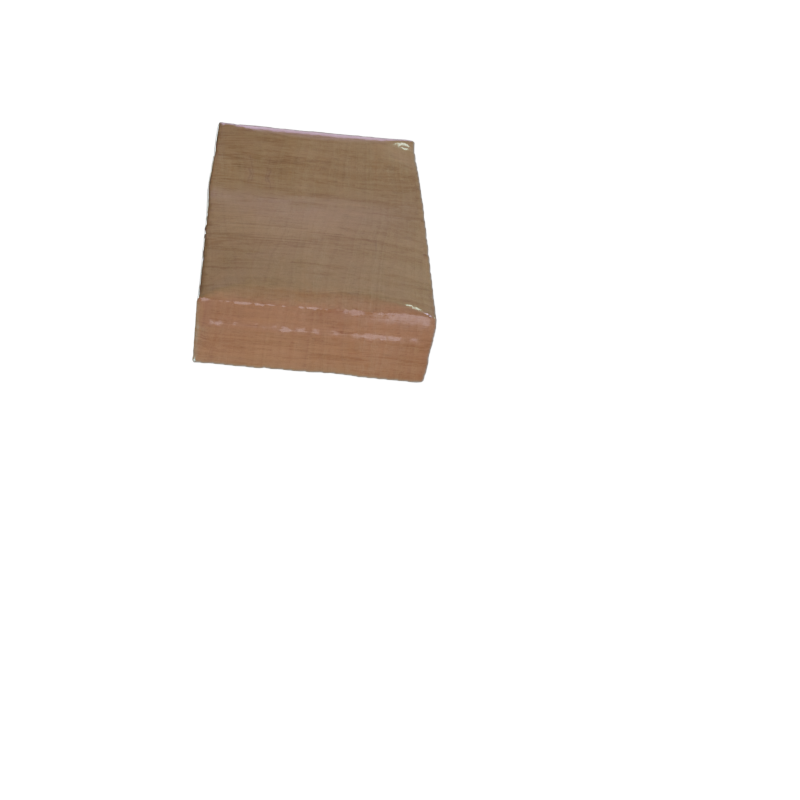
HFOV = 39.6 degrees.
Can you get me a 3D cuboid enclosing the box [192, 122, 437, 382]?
[{"bbox_3d":[-0.065,-0.118,0.827,0.163,0.067,0.230,4,44,-7],"label":"box"}]
